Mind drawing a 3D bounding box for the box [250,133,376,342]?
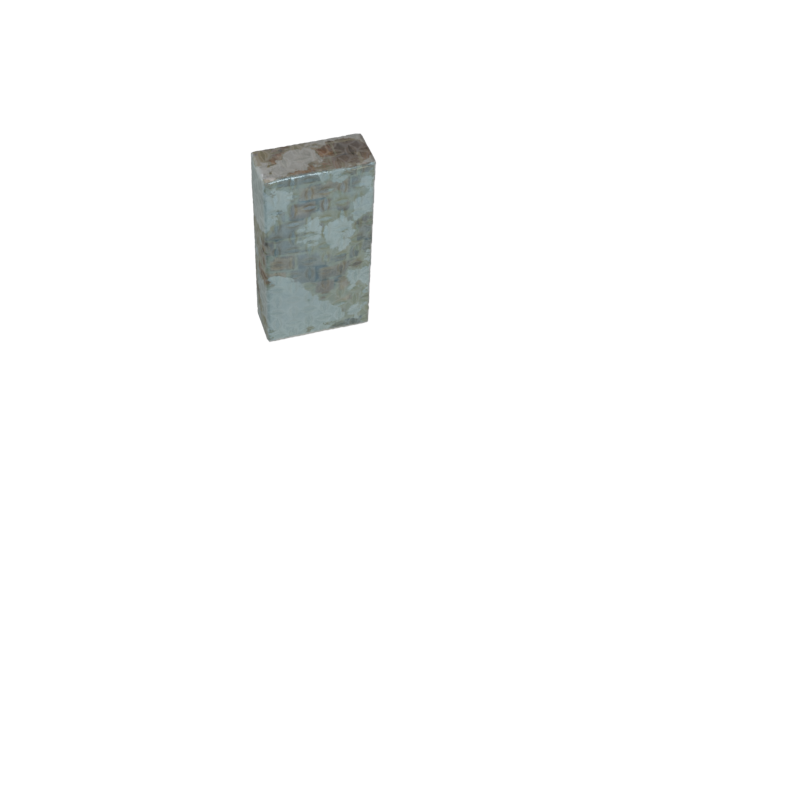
[{"bbox_3d":[-0.071,-0.129,0.905,0.092,0.052,0.164,-12,-40,-14],"label":"box"}]
